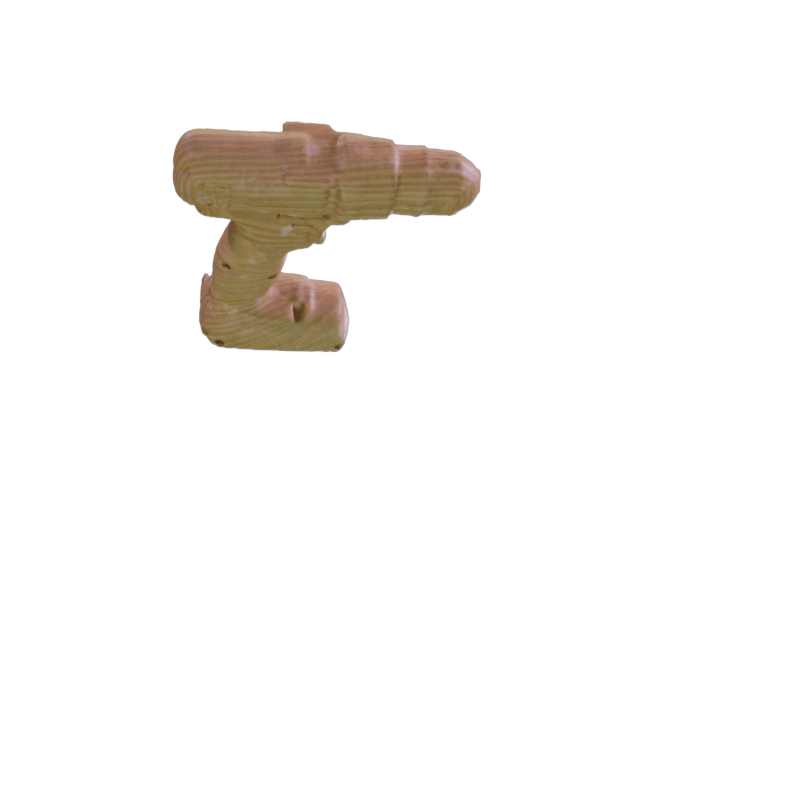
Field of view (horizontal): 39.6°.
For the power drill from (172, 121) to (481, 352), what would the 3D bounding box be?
[{"bbox_3d":[-0.056,-0.102,0.715,0.182,0.061,0.177,5,-34,-8],"label":"power drill"}]
